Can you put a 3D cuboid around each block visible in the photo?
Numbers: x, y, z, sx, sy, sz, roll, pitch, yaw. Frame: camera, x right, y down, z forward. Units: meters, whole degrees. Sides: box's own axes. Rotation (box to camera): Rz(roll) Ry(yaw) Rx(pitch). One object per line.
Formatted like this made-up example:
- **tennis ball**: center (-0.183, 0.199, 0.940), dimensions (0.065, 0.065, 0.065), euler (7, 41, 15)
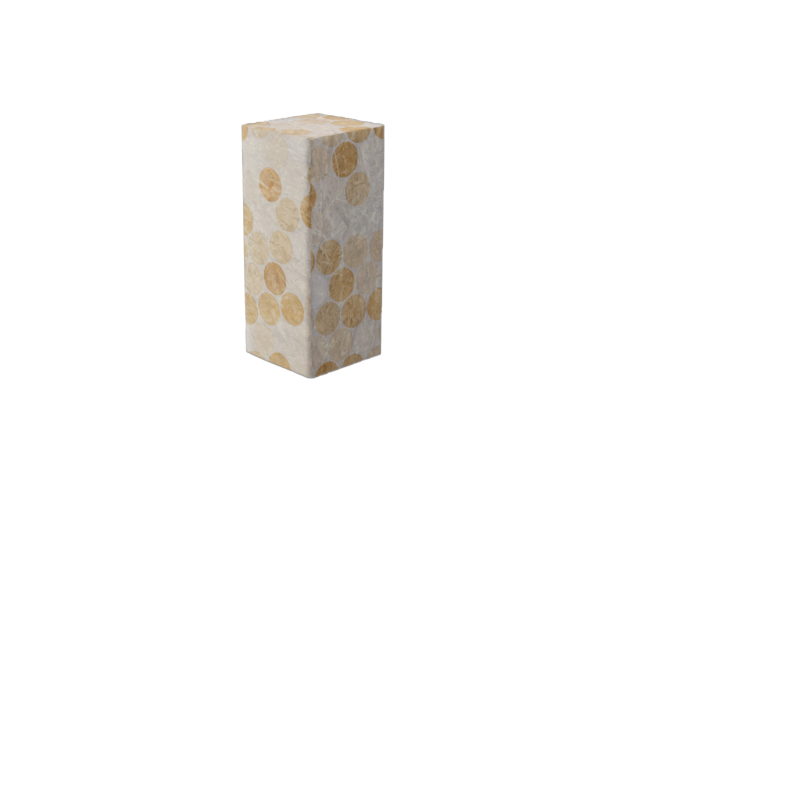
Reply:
- **block**: center (-0.075, -0.137, 0.960), dimensions (0.089, 0.198, 0.096), euler (-15, 24, -42)
